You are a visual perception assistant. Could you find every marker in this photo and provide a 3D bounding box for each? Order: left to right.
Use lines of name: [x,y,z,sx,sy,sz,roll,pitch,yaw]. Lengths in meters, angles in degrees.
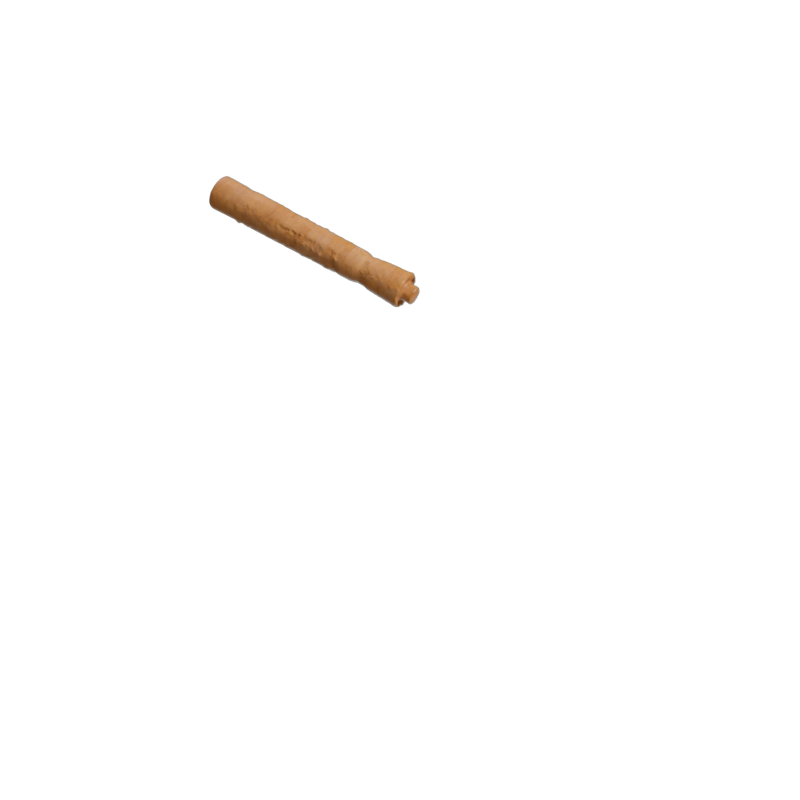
marker: [-0.044,-0.080,0.559,0.127,0.019,0.019,30,15,21]
